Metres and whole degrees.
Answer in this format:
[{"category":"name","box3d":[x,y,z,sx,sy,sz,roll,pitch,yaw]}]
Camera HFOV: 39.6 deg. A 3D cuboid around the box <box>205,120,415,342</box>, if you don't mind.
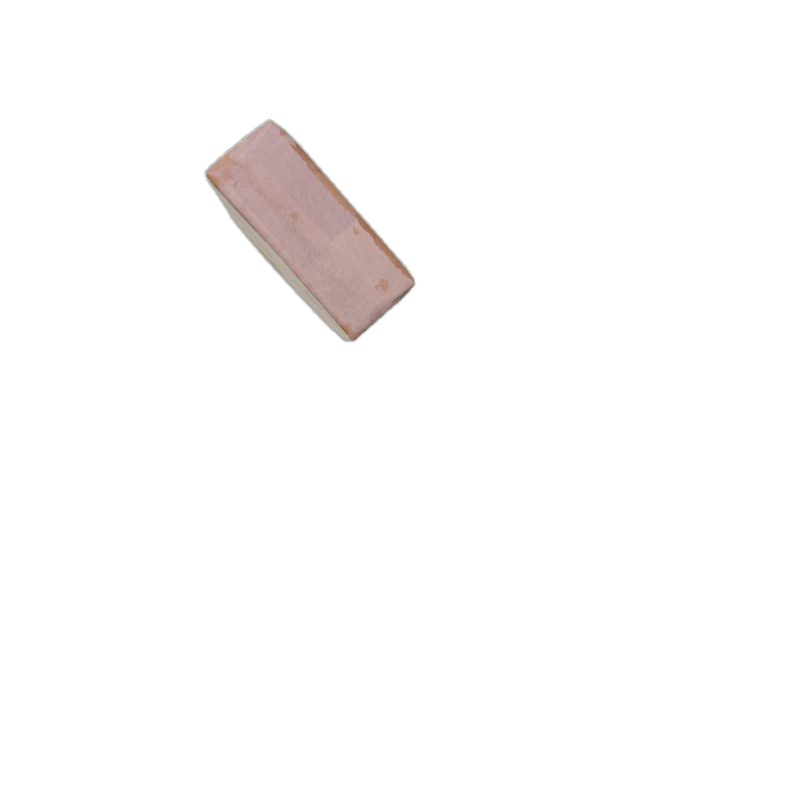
[{"category":"box","box3d":[-0.070,-0.128,0.898,0.072,0.165,0.213,-42,1,-2]}]
